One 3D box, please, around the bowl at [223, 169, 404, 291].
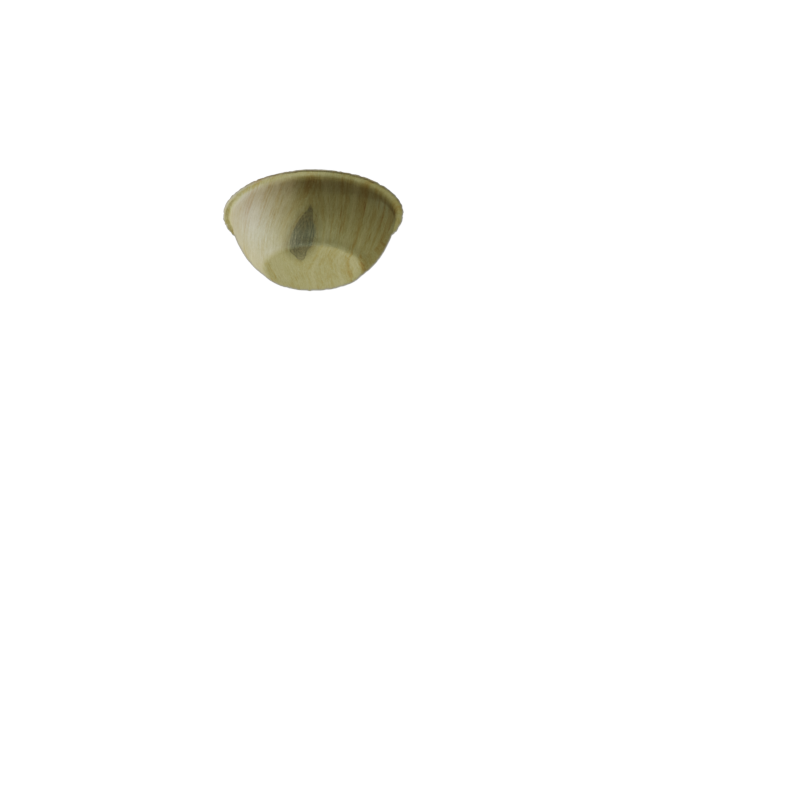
[{"bbox_3d":[-0.077,-0.141,0.984,0.162,0.058,0.154,1,-22,-2],"label":"bowl"}]
